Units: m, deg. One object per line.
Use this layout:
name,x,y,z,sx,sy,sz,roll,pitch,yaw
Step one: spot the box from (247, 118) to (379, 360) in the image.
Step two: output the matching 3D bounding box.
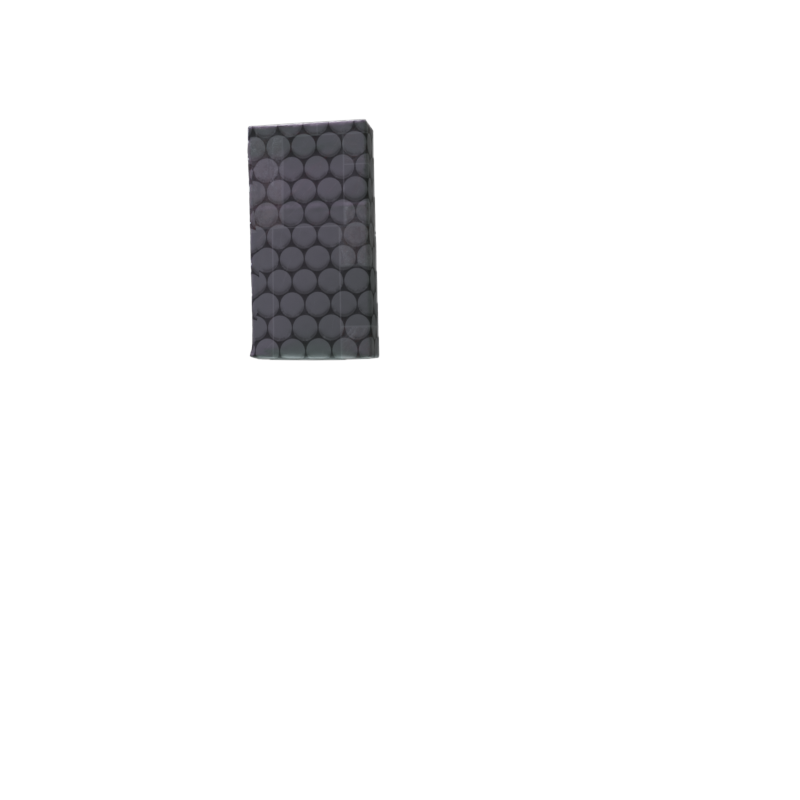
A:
box,-0.065,-0.119,0.831,0.095,0.179,0.047,-1,-7,11
